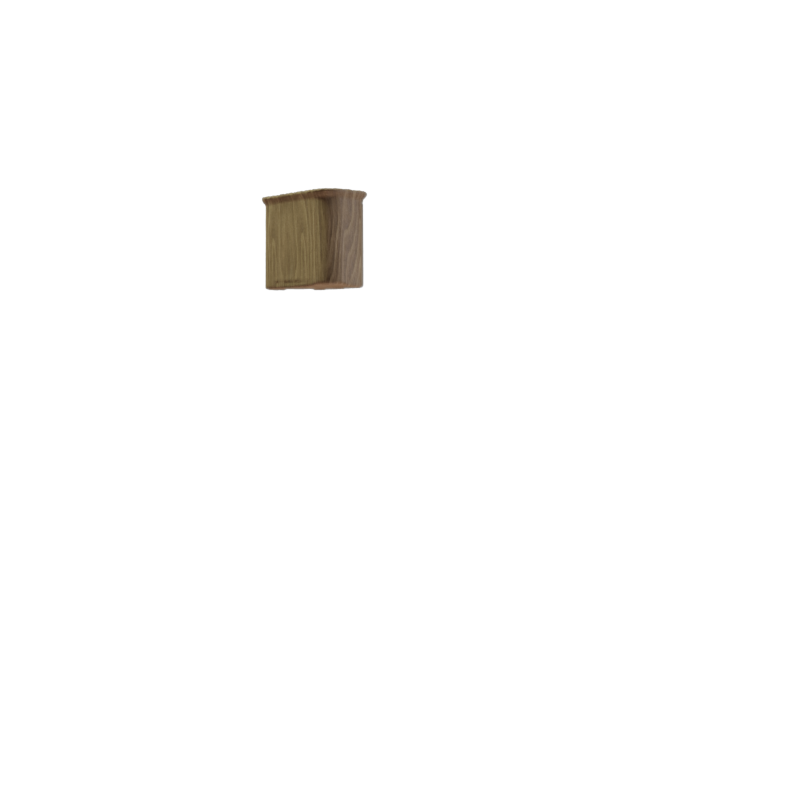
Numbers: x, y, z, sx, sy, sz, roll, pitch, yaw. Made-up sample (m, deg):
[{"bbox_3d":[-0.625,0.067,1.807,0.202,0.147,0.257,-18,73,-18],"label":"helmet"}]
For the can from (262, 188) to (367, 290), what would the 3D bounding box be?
[{"bbox_3d":[-0.077,-0.141,0.985,0.055,0.085,0.106,2,-2,-43],"label":"can"}]
